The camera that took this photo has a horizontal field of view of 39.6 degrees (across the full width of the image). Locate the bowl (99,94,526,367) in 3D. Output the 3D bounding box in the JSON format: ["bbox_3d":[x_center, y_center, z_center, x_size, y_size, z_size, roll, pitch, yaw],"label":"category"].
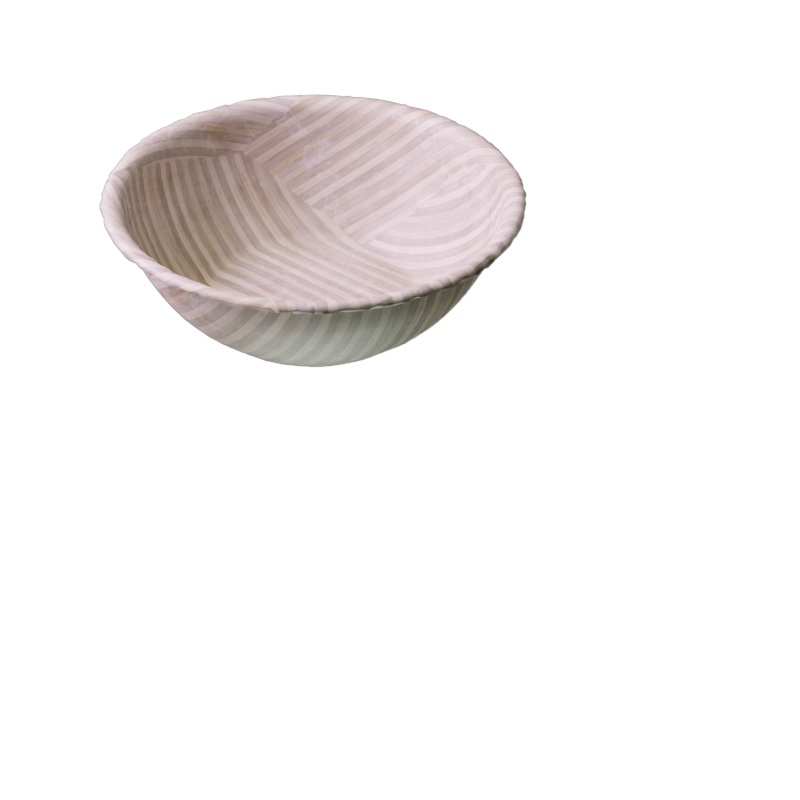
[{"bbox_3d":[-0.034,-0.063,0.439,0.162,0.051,0.173,-1,38,-2],"label":"bowl"}]
